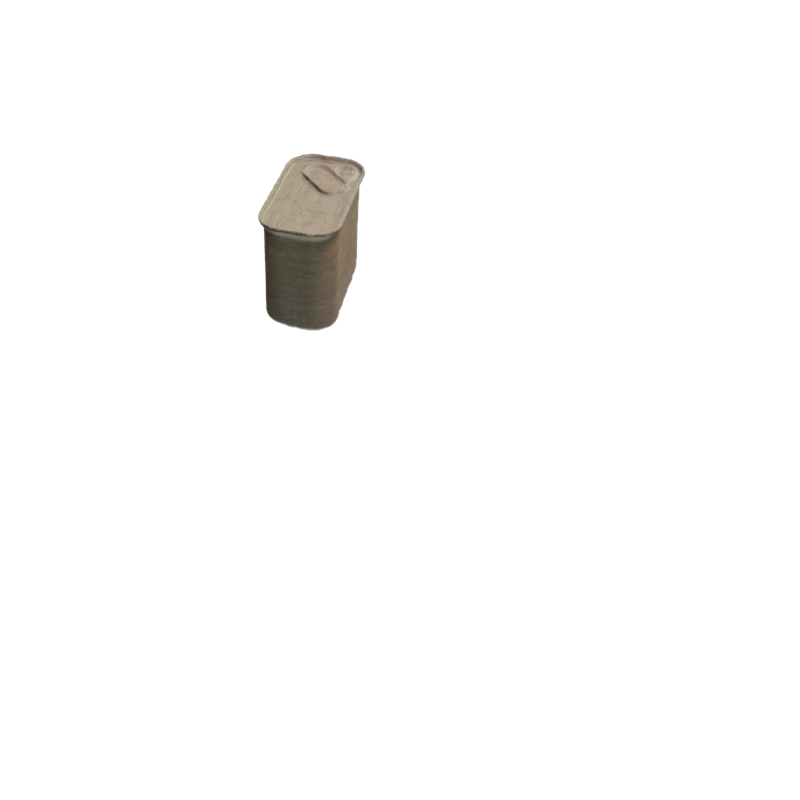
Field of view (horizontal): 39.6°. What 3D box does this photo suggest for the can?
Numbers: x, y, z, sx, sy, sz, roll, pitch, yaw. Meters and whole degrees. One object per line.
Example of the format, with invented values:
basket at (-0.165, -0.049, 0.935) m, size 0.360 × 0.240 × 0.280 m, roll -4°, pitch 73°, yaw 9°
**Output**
can at (-0.061, -0.112, 0.781) m, size 0.058 × 0.078 × 0.107 m, roll 9°, pitch 40°, yaw 8°
